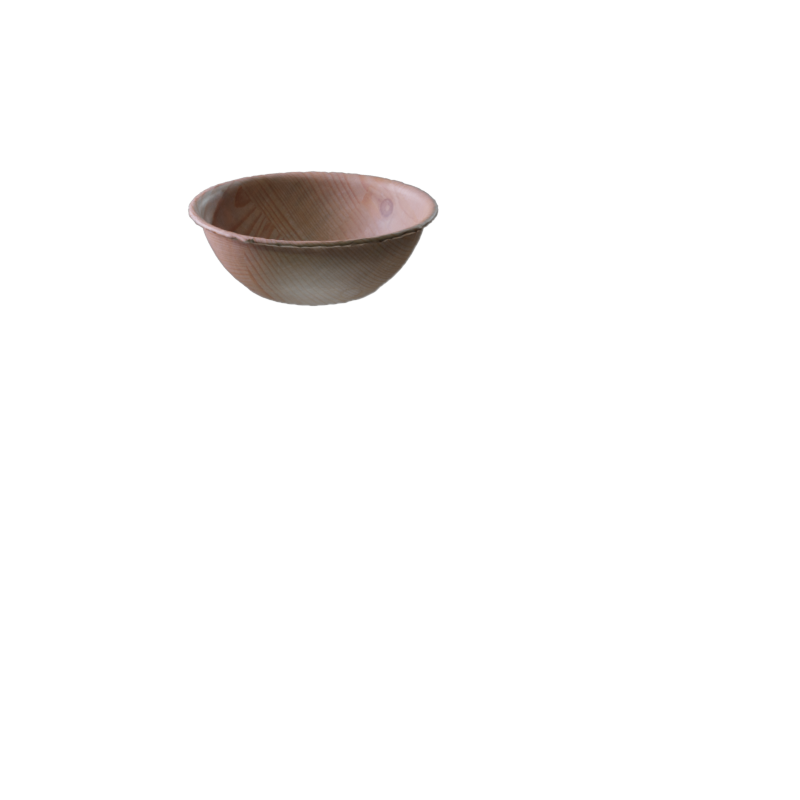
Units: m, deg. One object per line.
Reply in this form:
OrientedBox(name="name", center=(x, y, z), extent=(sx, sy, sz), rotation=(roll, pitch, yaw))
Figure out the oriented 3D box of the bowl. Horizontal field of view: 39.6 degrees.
OrientedBox(name="bowl", center=(-0.057, -0.104, 0.726), extent=(0.162, 0.052, 0.171), rotation=(-1, 26, -2))
